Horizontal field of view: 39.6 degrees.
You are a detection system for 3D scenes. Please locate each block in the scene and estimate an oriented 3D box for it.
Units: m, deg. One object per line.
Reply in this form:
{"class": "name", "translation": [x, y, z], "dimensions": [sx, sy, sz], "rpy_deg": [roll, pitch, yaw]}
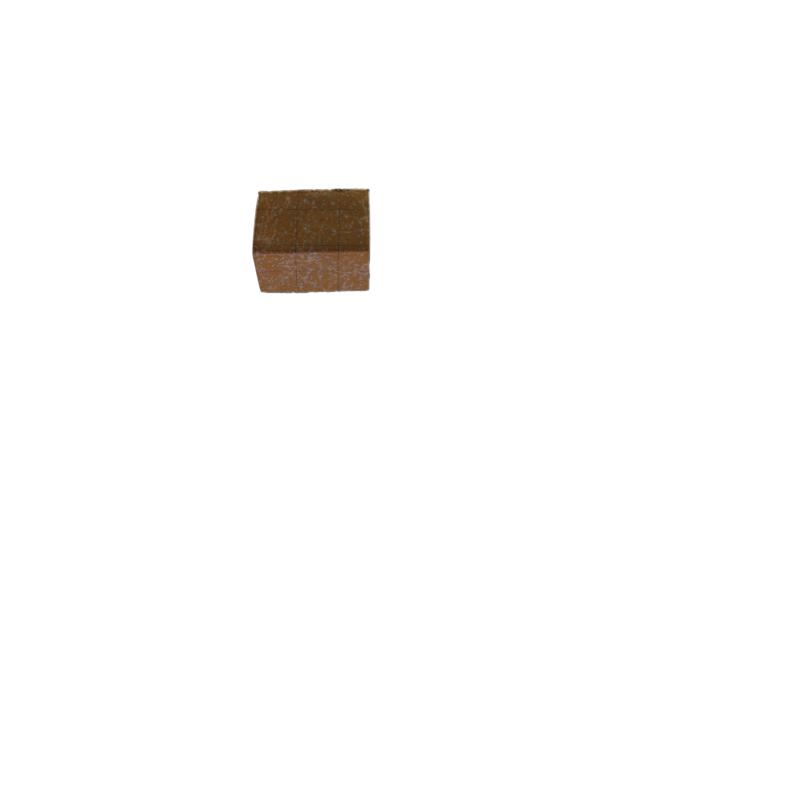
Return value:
{"class": "block", "translation": [-0.059, -0.107, 0.751], "dimensions": [0.078, 0.055, 0.049], "rpy_deg": [-1, -29, 0]}
